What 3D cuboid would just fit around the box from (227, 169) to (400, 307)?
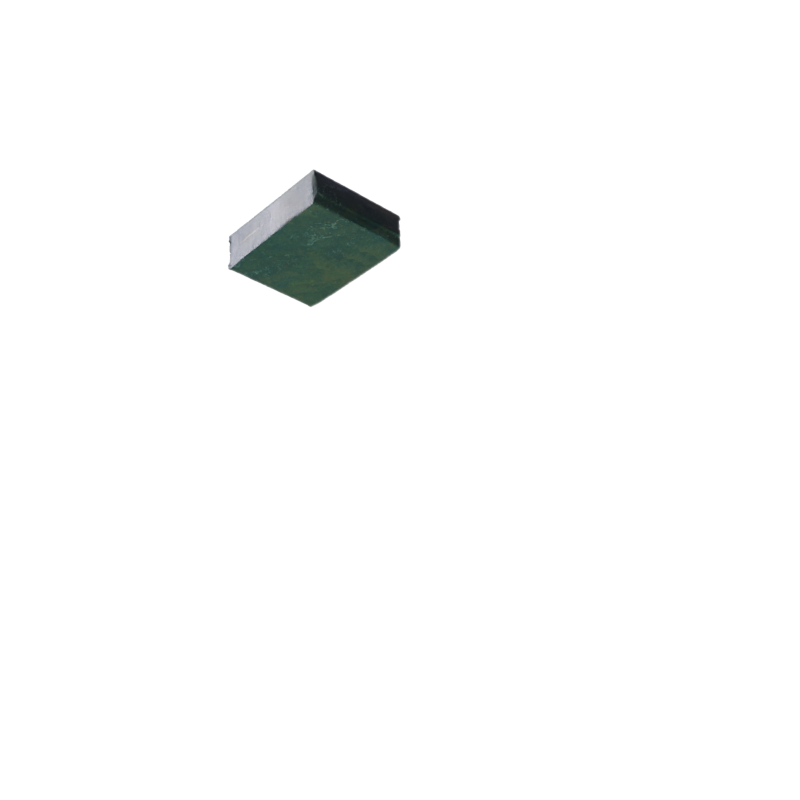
[{"bbox_3d":[-0.069,-0.126,0.880,0.085,0.042,0.112,27,-43,-34],"label":"box"}]
